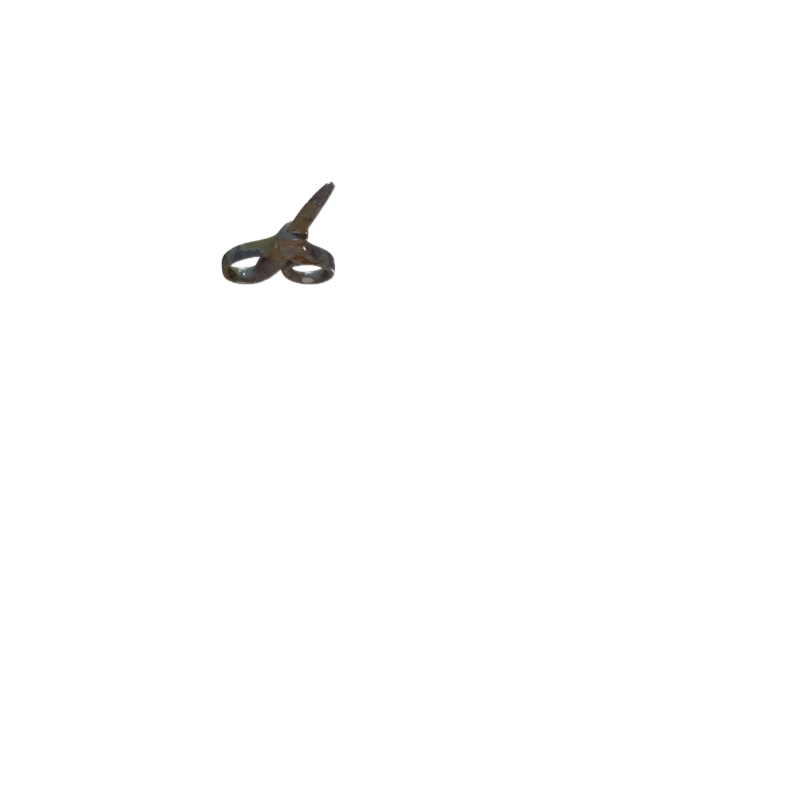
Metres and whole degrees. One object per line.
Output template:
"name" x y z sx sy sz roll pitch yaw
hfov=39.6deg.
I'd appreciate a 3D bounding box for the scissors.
"scissors" -0.063 -0.115 0.806 0.092 0.016 0.203 8 -14 -32
